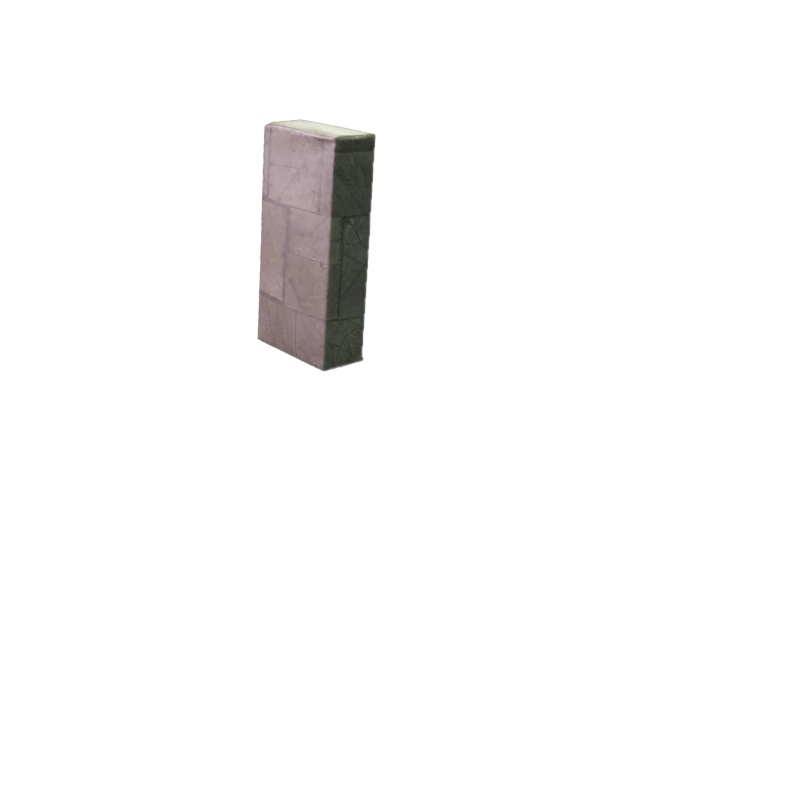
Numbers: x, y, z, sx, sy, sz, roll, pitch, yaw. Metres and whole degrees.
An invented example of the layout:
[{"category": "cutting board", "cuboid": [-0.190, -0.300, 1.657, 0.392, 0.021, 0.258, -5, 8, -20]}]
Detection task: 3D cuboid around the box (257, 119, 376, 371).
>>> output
[{"category": "box", "cuboid": [-0.066, -0.120, 0.843, 0.047, 0.170, 0.099, -11, 20, -38]}]
